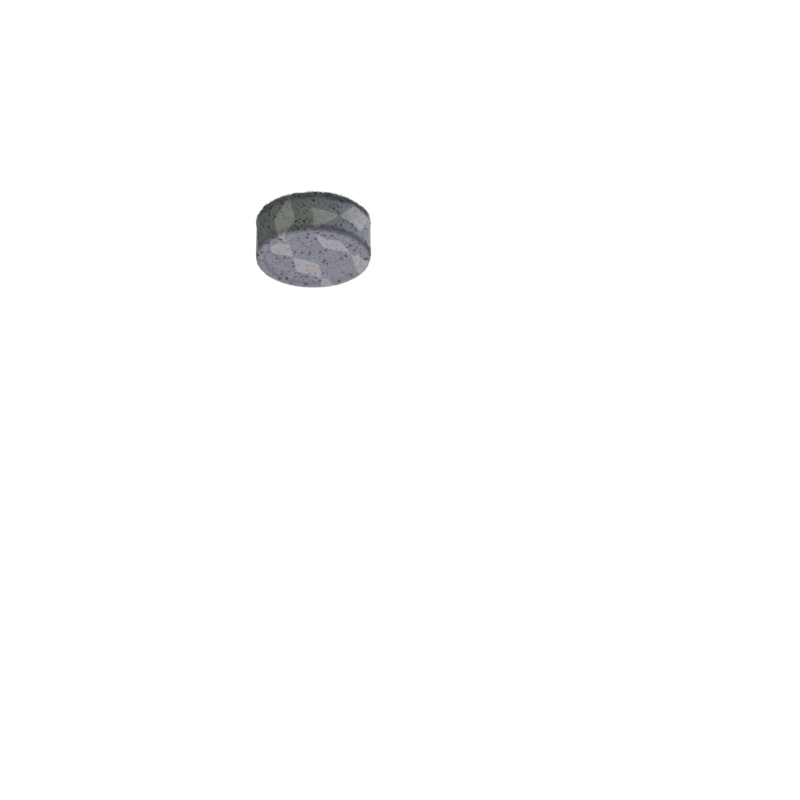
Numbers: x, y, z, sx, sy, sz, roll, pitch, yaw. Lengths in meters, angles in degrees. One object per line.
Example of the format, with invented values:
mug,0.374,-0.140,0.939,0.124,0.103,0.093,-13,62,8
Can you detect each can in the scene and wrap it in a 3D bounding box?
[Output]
can,-0.064,-0.117,0.817,0.086,0.036,0.081,1,-26,-2
